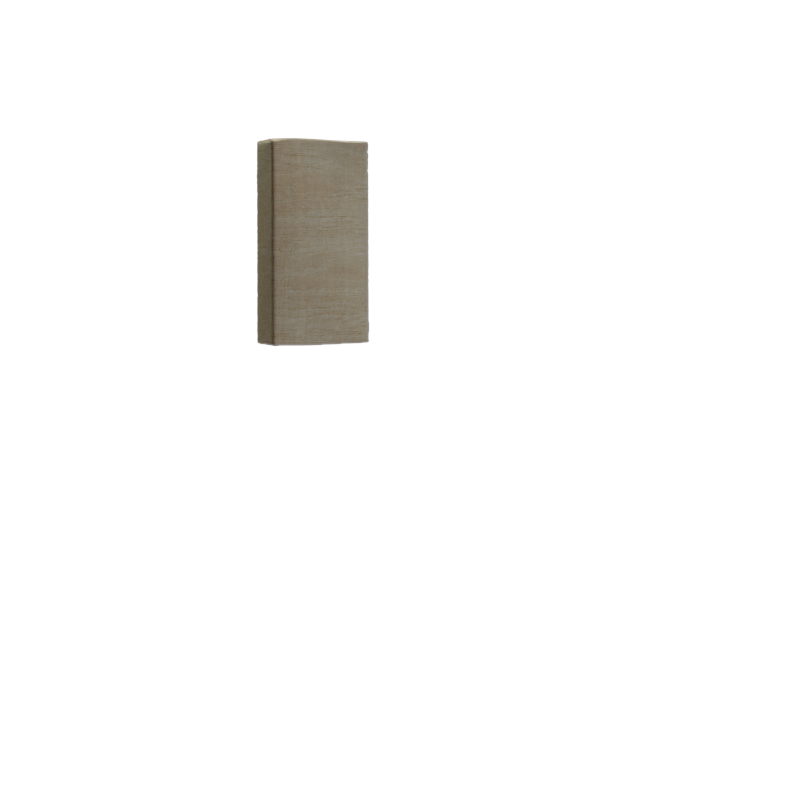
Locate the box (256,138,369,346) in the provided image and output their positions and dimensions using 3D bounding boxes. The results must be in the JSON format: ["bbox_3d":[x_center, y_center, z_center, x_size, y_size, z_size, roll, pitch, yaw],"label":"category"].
[{"bbox_3d":[-0.075,-0.137,0.961,0.091,0.176,0.050,-1,2,-25],"label":"box"}]
